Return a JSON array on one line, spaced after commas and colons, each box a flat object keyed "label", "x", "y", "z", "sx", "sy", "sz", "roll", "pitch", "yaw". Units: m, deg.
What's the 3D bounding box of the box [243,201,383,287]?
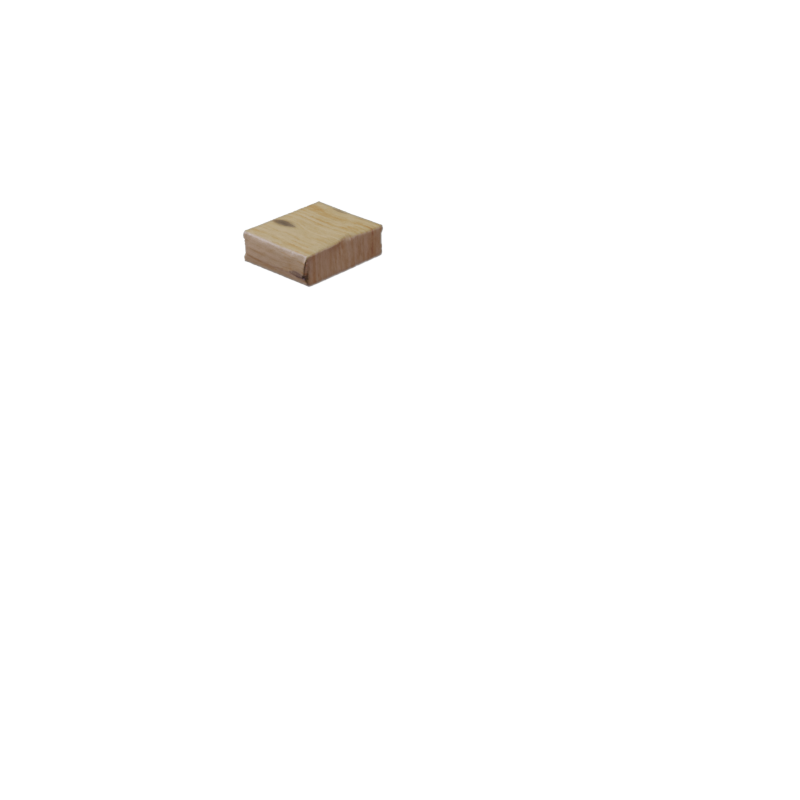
[{"label": "box", "x": -0.070, "y": -0.127, "z": 0.888, "sx": 0.078, "sy": 0.028, "sz": 0.089, "roll": 25, "pitch": 38, "yaw": 36}]
